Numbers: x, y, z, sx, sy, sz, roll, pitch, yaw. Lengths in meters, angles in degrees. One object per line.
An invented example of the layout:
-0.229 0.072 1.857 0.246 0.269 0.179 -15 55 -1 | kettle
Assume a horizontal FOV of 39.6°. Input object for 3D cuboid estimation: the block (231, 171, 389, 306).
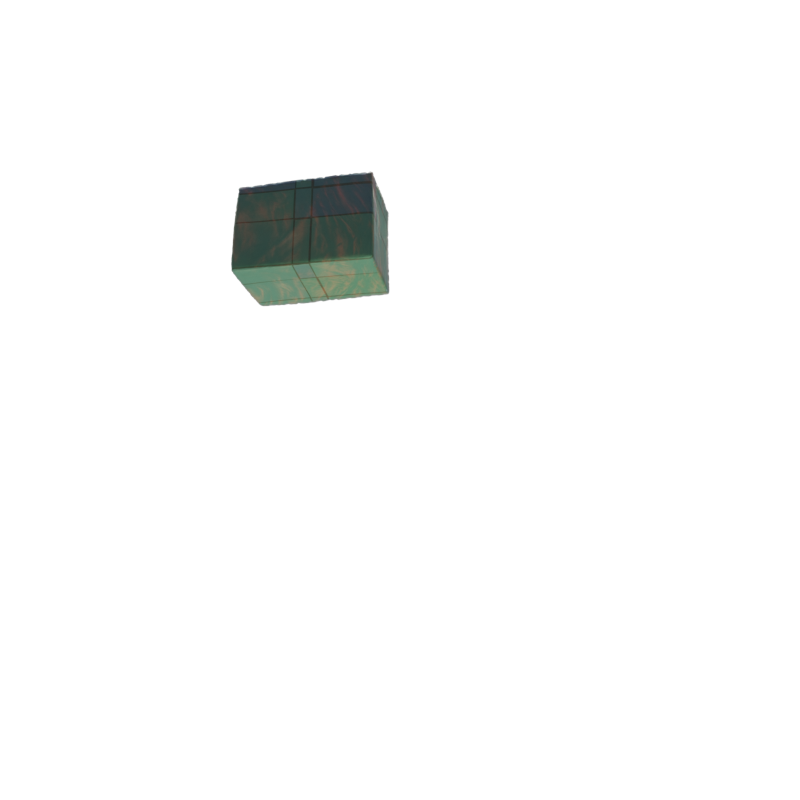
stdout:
-0.048 -0.087 0.612 0.079 0.054 0.049 -5 -23 11 | block
